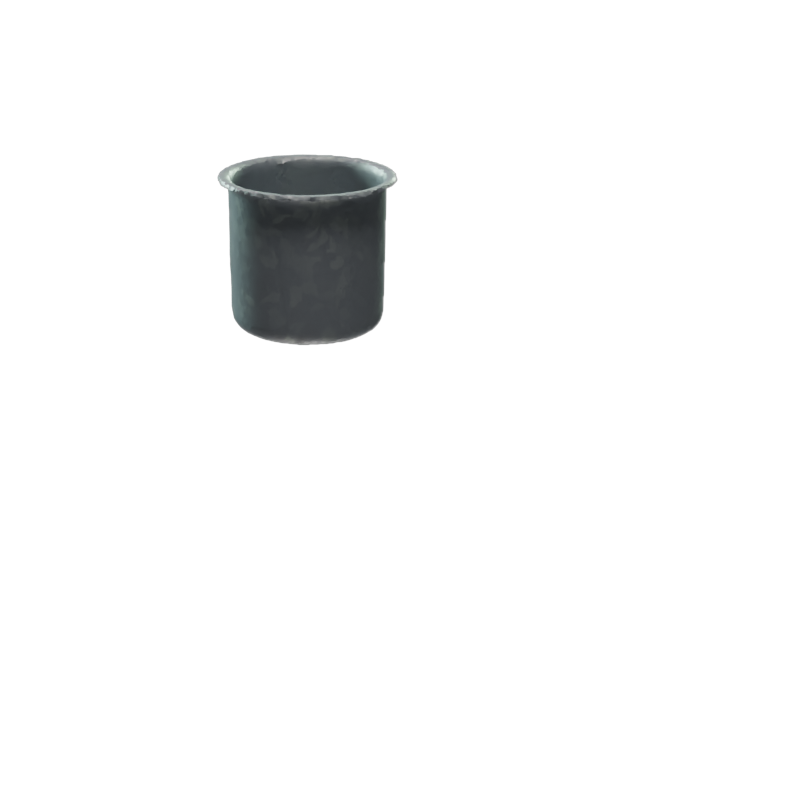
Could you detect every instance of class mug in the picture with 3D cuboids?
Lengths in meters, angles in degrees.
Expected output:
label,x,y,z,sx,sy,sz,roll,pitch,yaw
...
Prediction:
label,x,y,z,sx,sy,sz,roll,pitch,yaw
mug,-0.047,-0.085,0.597,0.095,0.078,0.120,5,23,11
